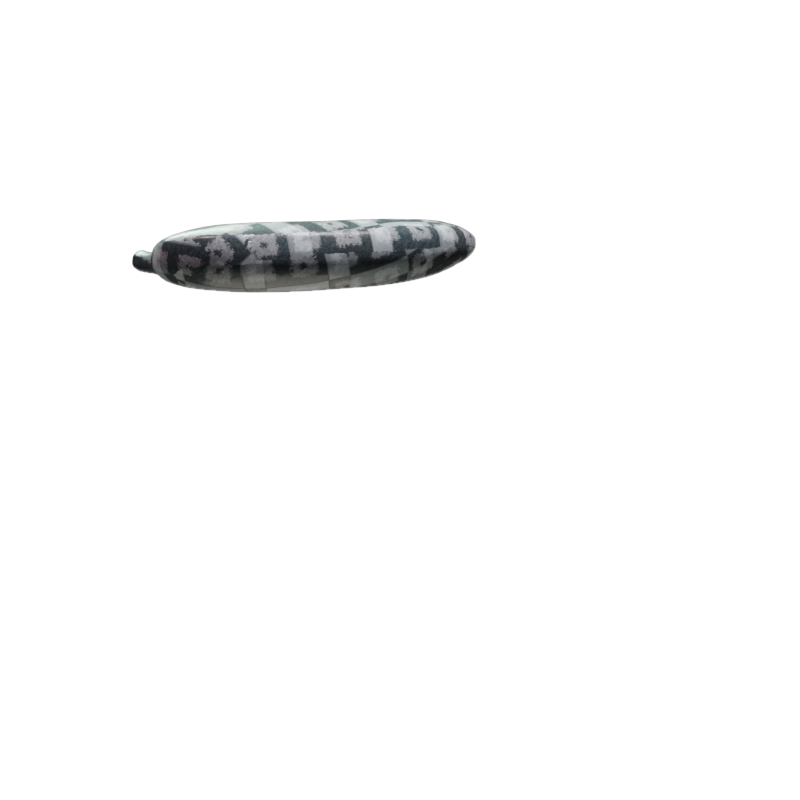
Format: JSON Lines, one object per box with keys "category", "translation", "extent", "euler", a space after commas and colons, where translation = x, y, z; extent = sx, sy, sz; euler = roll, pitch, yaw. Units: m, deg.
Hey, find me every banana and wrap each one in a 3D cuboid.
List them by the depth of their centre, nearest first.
{"category": "banana", "translation": [-0.050, -0.083, 0.610], "extent": [0.196, 0.035, 0.073], "euler": [-2, 20, -5]}
